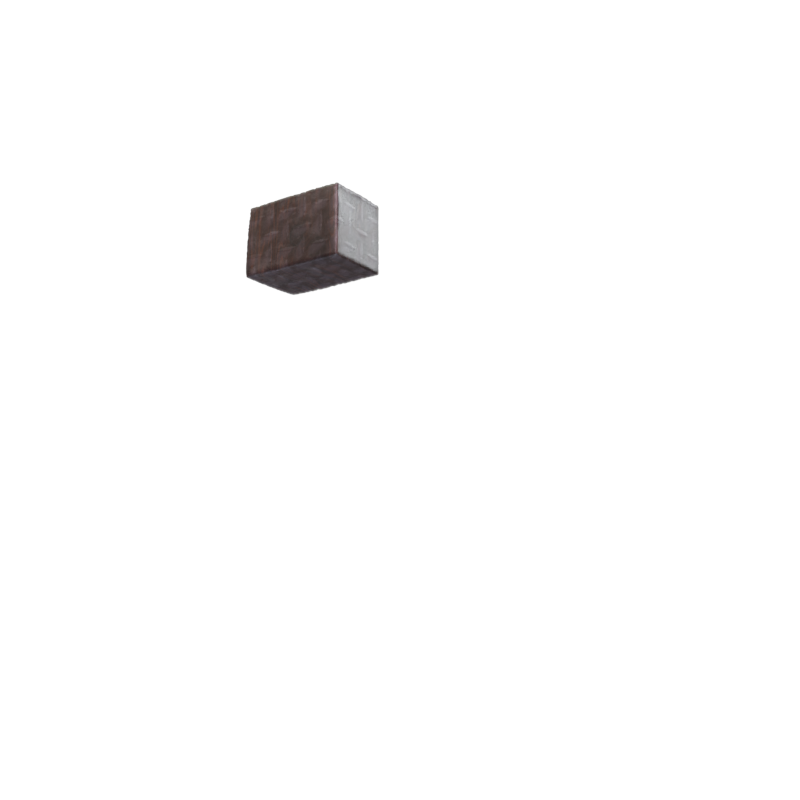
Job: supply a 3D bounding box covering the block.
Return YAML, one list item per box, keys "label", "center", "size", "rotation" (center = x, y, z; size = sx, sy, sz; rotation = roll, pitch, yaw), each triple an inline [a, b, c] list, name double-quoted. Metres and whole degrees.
- label: "block"
  center: [-0.060, -0.109, 0.763]
  size: [0.079, 0.054, 0.049]
  rotation: [-11, -20, 33]
